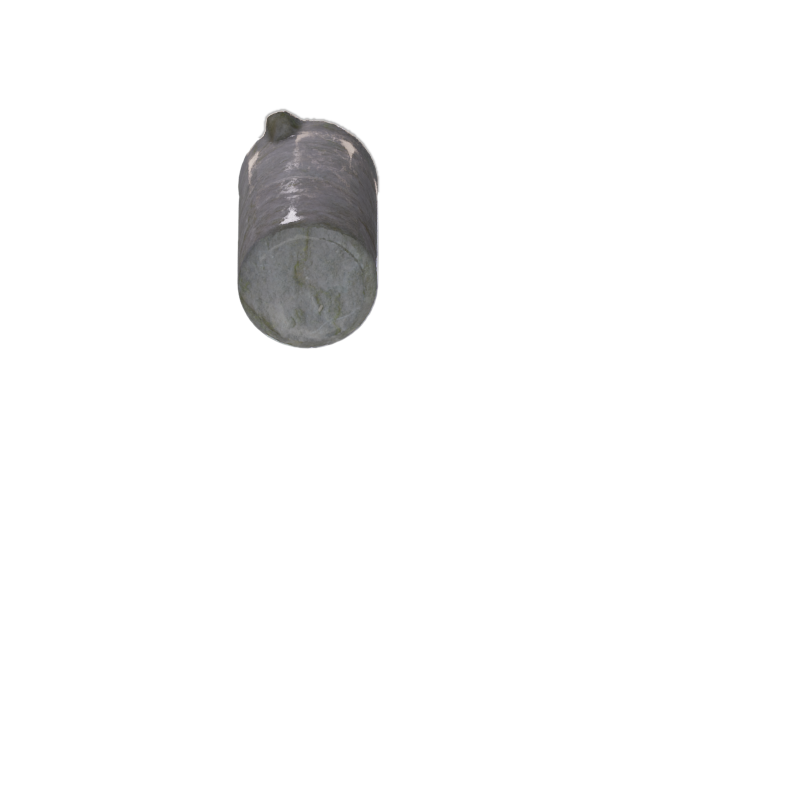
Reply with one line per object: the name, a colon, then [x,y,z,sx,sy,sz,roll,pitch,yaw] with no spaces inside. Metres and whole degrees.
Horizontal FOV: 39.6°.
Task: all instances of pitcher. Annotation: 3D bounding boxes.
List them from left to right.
pitcher: [-0.074,-0.136,0.951,0.145,0.140,0.257,22,25,-15]
